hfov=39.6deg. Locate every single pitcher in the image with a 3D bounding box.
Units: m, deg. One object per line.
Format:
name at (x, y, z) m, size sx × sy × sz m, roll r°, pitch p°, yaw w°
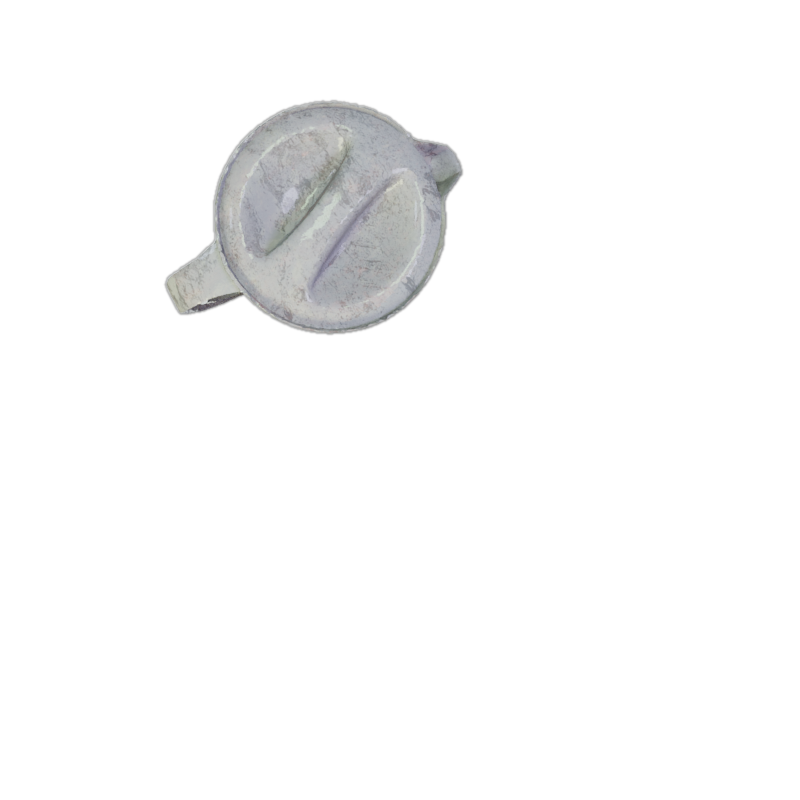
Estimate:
pitcher at (-0.058, -0.106, 0.742) m, size 0.149 × 0.146 × 0.242 m, roll 18°, pitch -1°, yaw -3°
